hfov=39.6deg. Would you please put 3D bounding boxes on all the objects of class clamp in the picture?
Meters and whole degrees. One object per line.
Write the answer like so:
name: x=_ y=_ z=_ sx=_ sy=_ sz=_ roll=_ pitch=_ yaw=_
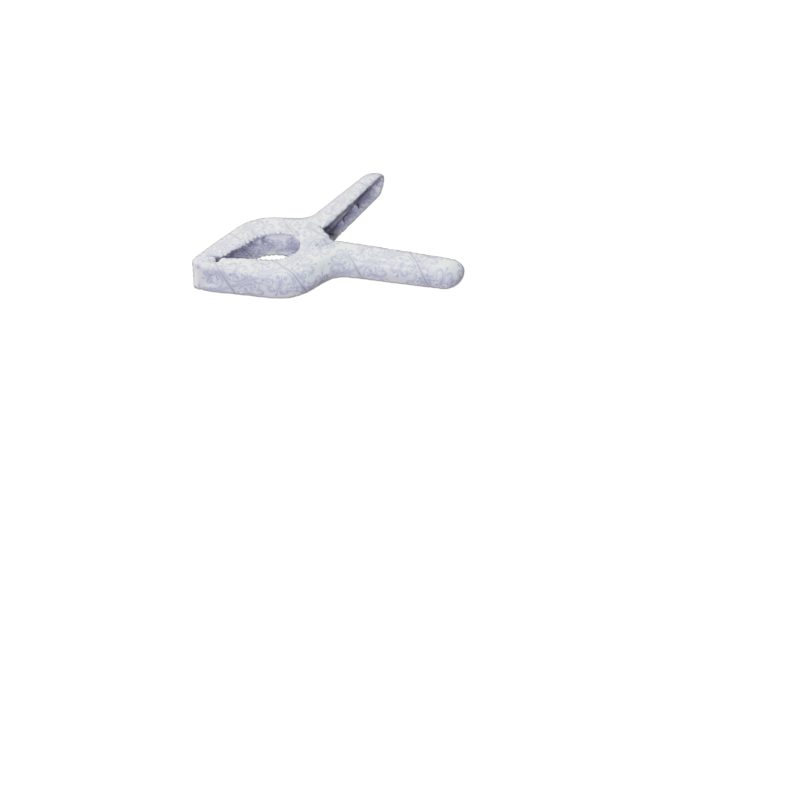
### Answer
clamp: x=-0.072 y=-0.132 z=0.923 sx=0.207 sy=0.034 sz=0.178 roll=-11 pitch=40 yaw=-13
